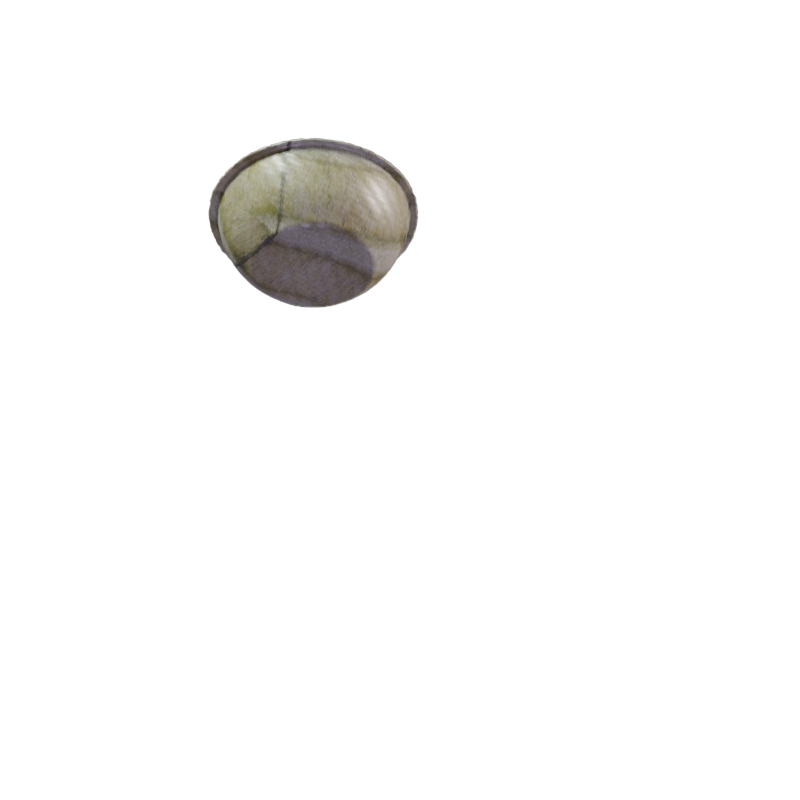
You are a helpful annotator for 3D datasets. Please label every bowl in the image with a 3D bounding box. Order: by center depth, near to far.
[{"bbox_3d":[-0.065,-0.119,0.835,0.162,0.059,0.151,1,-40,-1],"label":"bowl"}]
